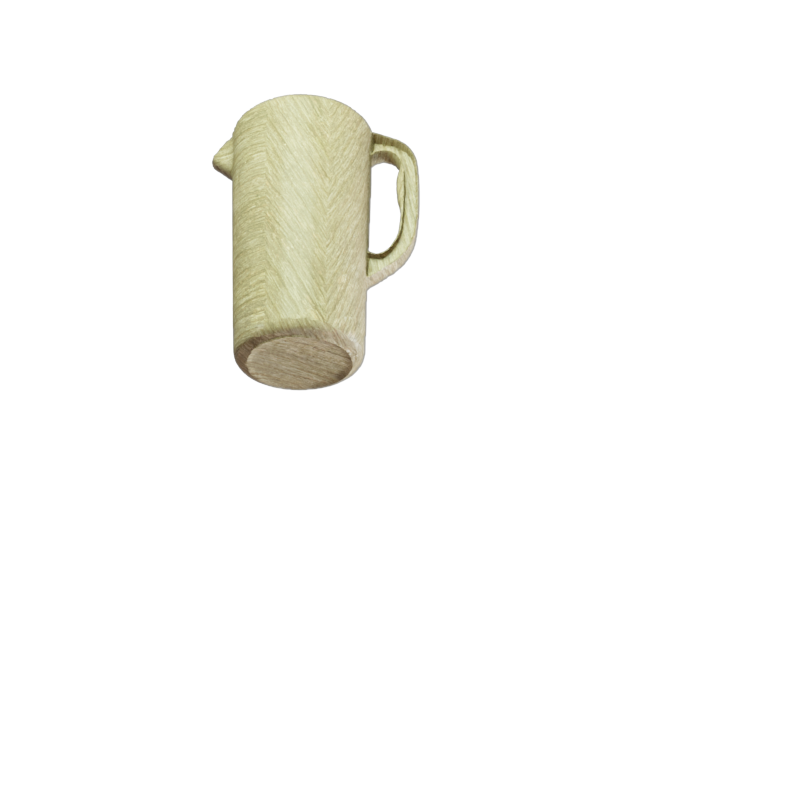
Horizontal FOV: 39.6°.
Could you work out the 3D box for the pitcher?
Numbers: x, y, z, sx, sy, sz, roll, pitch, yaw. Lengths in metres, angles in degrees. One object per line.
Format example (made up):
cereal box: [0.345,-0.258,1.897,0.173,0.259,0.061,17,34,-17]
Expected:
pitcher: [-0.075,-0.138,0.963,0.136,0.260,0.148,25,-41,-36]
